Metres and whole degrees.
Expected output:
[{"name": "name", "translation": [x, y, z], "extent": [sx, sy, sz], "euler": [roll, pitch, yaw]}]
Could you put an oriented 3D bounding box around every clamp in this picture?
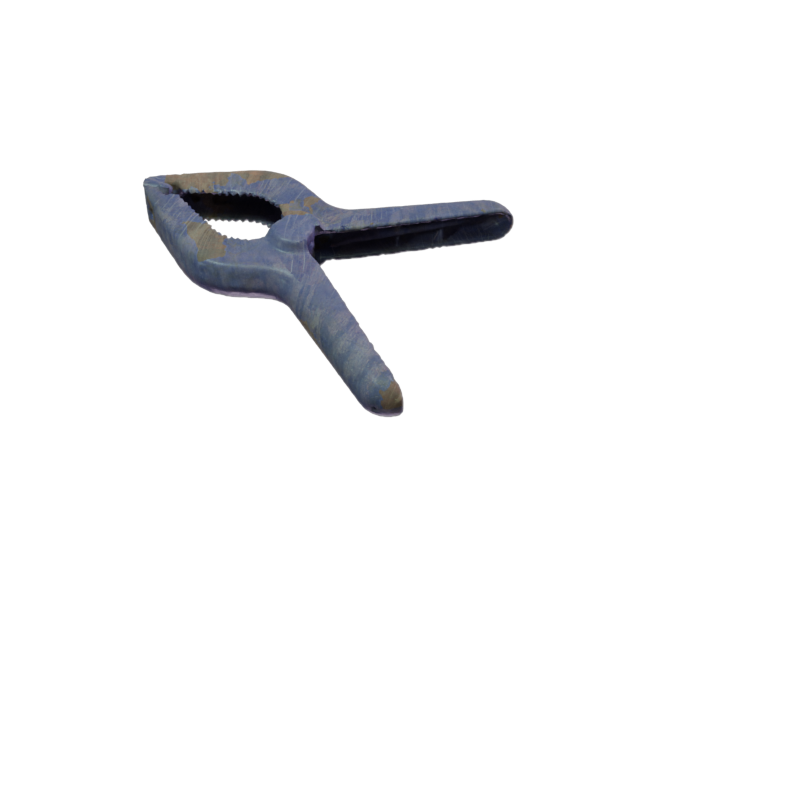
[{"name": "clamp", "translation": [-0.049, -0.090, 0.631], "extent": [0.220, 0.034, 0.168], "euler": [26, 51, 23]}]
